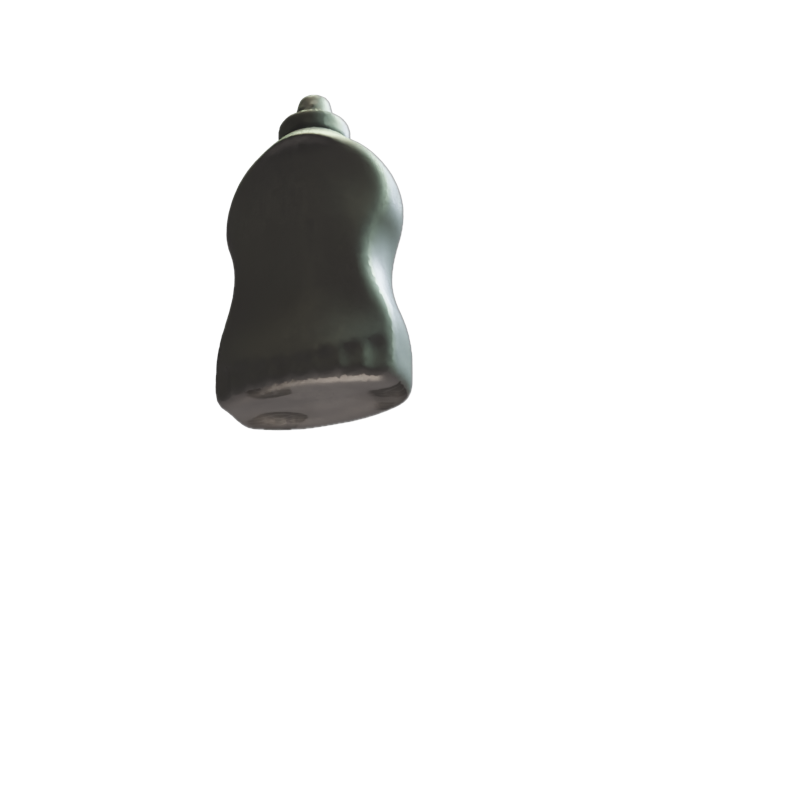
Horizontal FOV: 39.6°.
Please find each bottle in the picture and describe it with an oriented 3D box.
[{"bbox_3d":[-0.046,-0.084,0.589,0.097,0.204,0.054,-13,-32,19],"label":"bottle"}]
